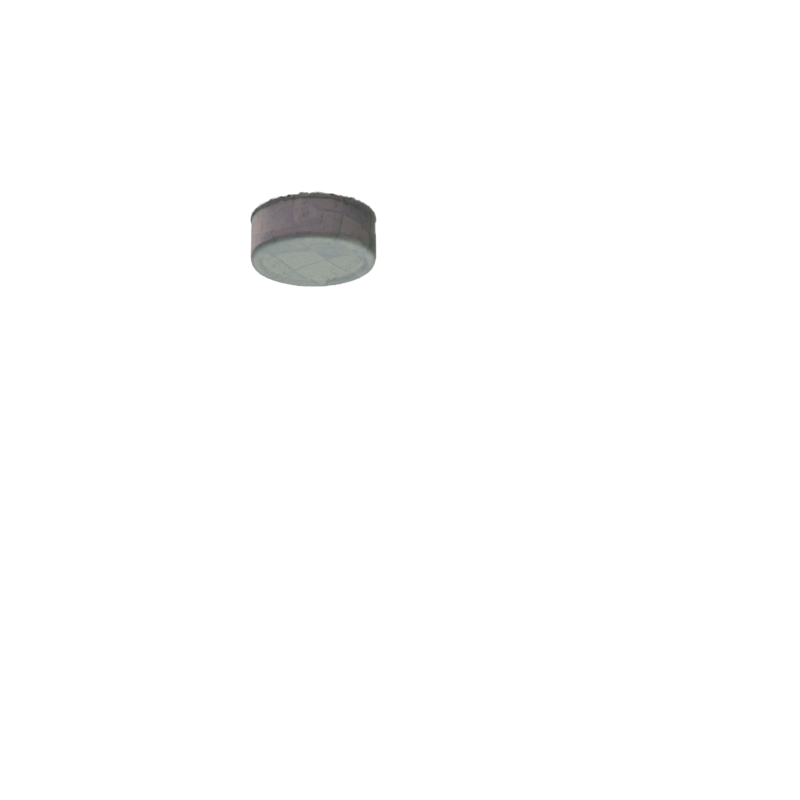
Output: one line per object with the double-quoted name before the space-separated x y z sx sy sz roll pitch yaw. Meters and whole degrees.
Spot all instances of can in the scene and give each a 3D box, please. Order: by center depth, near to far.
"can" -0.059 -0.107 0.748 0.086 0.035 0.082 0 -18 -2
